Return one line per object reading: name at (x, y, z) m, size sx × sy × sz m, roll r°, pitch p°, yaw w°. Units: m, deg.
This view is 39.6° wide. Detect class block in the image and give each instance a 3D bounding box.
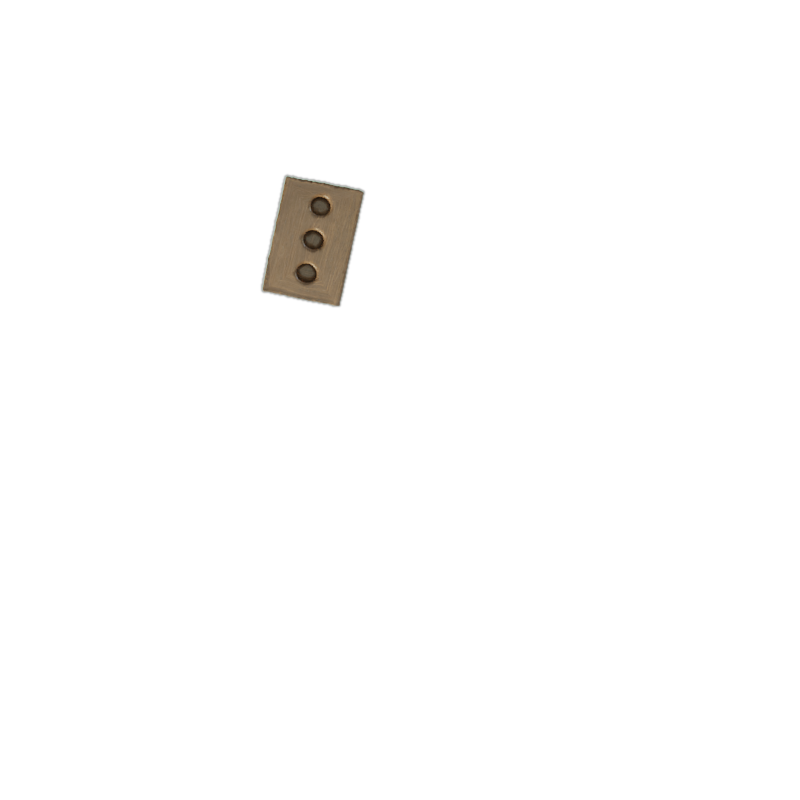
block at (-0.057, -0.104, 0.727) m, size 0.053 × 0.078 × 0.051 m, roll 11°, pitch -1°, yaw -2°
